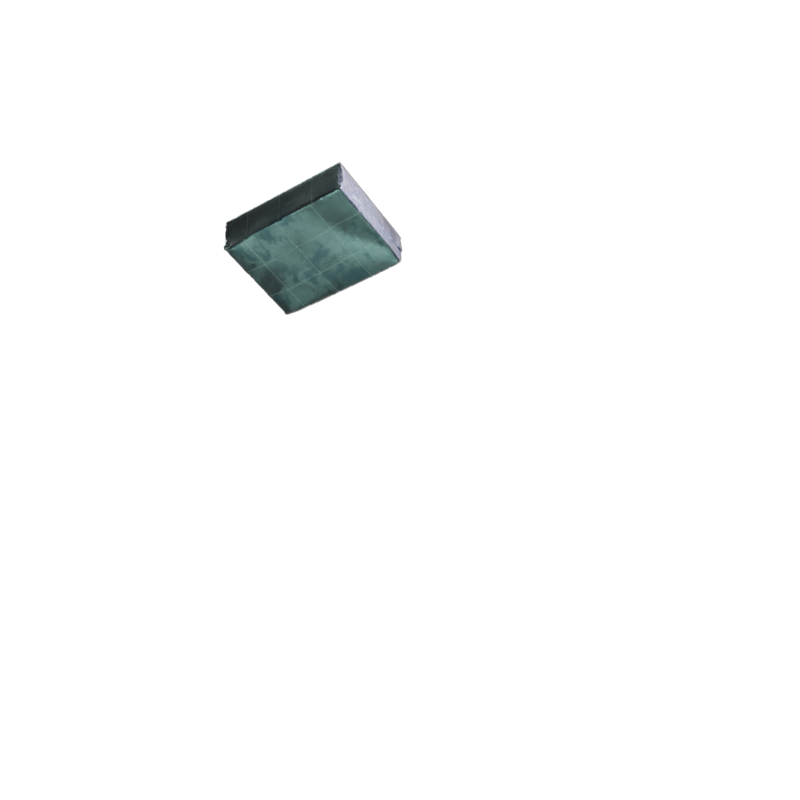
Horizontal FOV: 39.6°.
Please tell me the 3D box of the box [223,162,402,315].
[{"bbox_3d":[-0.068,-0.125,0.875,0.114,0.042,0.083,-25,-52,20],"label":"box"}]
